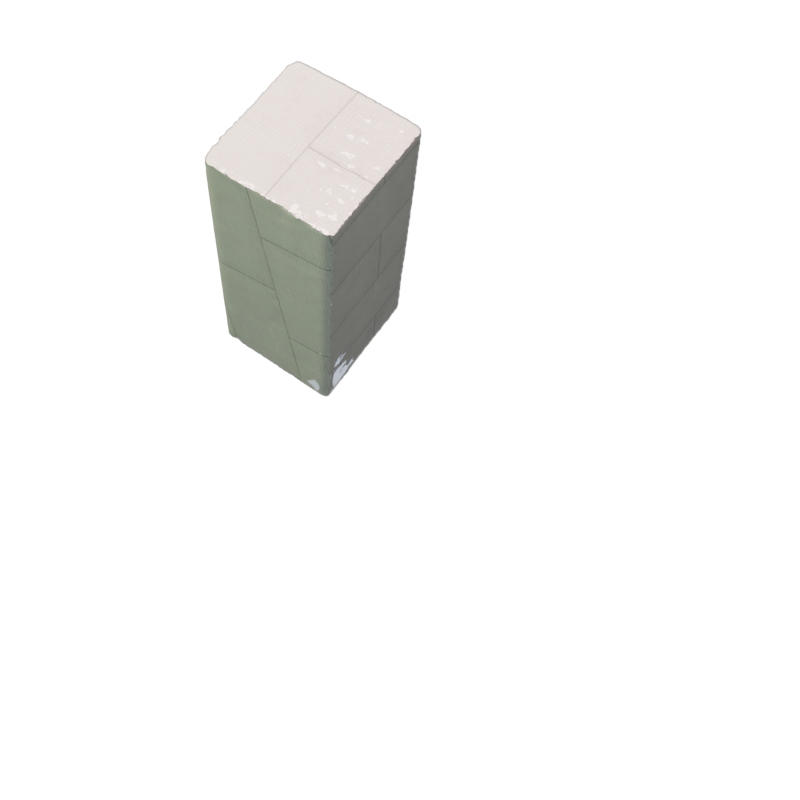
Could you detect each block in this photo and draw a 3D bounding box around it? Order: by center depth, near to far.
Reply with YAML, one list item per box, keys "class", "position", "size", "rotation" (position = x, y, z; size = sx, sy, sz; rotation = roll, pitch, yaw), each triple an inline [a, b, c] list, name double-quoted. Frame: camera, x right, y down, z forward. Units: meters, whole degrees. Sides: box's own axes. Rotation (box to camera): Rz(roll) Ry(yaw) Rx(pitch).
- class: "block"
  position: [-0.055, -0.100, 0.694]
  size: [0.093, 0.093, 0.195]
  rotation: [32, -23, 12]
